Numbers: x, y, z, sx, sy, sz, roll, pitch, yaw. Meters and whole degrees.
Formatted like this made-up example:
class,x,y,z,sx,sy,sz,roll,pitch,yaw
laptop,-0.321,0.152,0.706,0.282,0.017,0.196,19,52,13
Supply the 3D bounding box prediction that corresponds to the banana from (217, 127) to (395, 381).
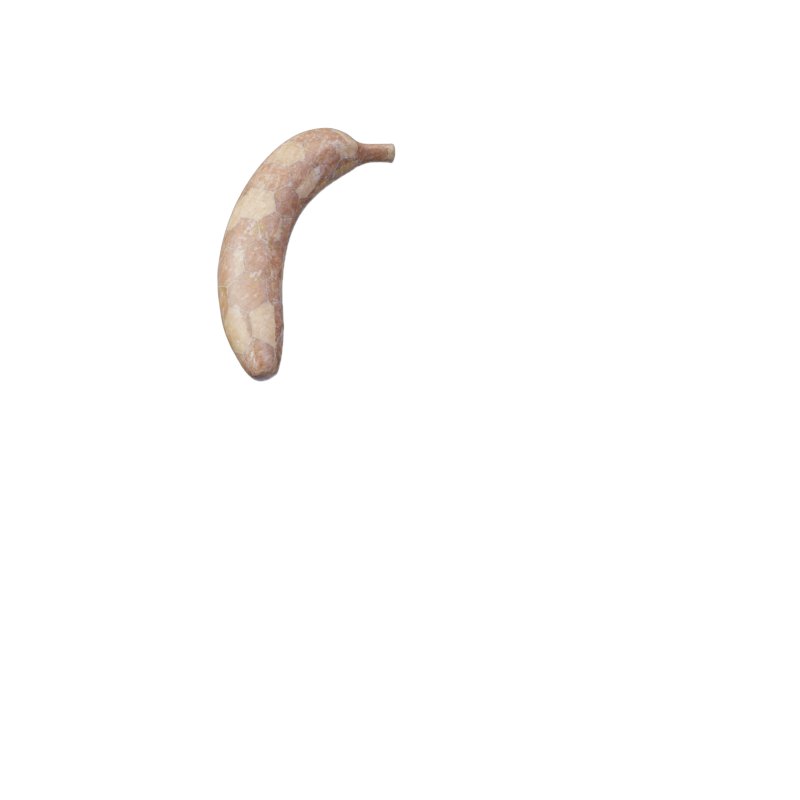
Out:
class,x,y,z,sx,sy,sz,roll,pitch,yaw
banana,-0.066,-0.100,0.643,0.071,0.207,0.034,16,-36,11
